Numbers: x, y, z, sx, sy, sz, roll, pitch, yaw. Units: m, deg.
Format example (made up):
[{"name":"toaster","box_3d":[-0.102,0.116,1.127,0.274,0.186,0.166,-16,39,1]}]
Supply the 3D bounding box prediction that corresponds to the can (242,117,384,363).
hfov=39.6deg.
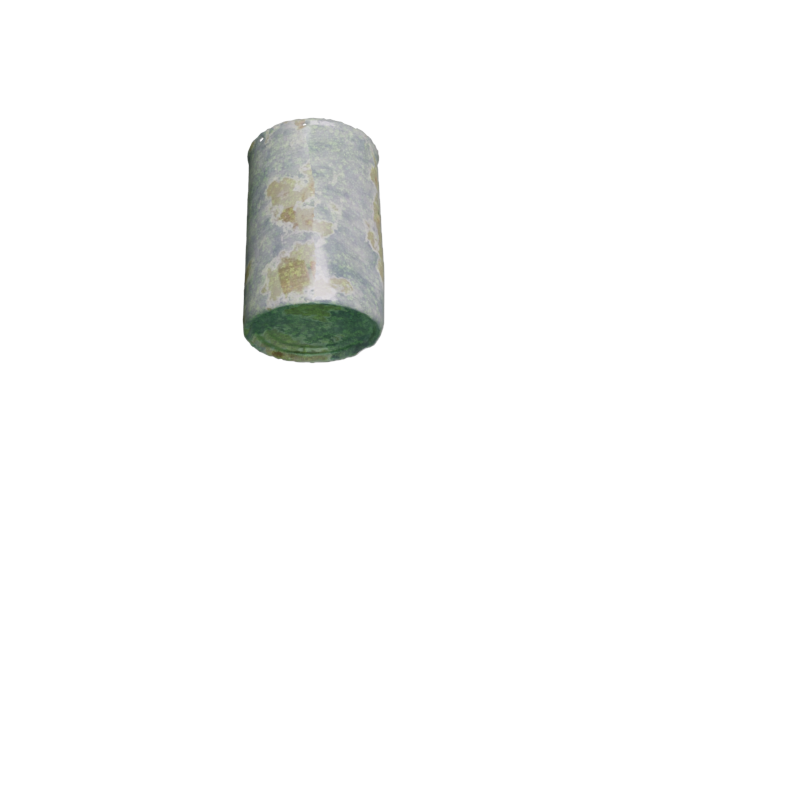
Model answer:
[{"name":"can","box_3d":[-0.043,-0.078,0.546,0.068,0.109,0.065,0,-28,-2]}]
